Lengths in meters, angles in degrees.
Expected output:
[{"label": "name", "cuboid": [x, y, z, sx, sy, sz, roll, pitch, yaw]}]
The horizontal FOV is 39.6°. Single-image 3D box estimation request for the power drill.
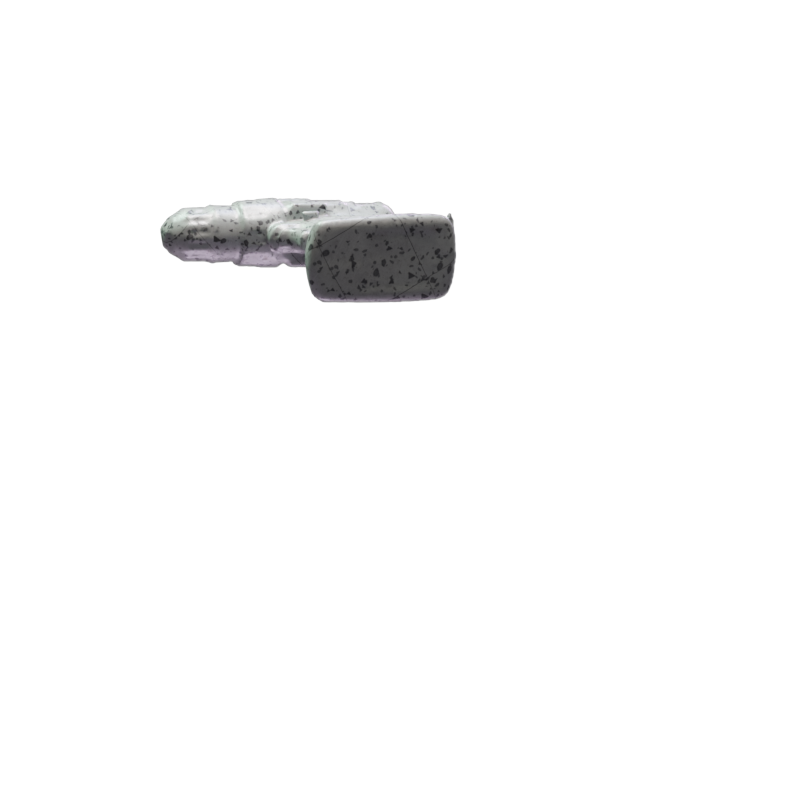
[{"label": "power drill", "cuboid": [-0.061, -0.111, 0.777, 0.180, 0.056, 0.198, -6, 17, -22]}]
